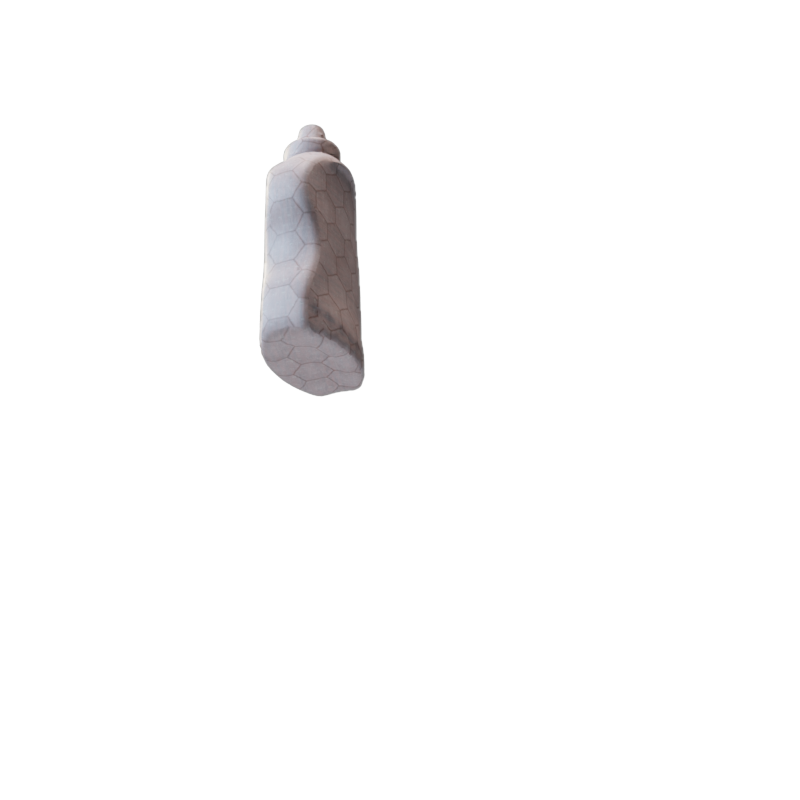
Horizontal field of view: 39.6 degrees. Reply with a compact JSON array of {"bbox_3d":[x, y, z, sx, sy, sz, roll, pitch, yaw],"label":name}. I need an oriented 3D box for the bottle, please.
[{"bbox_3d":[-0.059,-0.107,0.752,0.059,0.204,0.089,-14,-32,19],"label":"bottle"}]
